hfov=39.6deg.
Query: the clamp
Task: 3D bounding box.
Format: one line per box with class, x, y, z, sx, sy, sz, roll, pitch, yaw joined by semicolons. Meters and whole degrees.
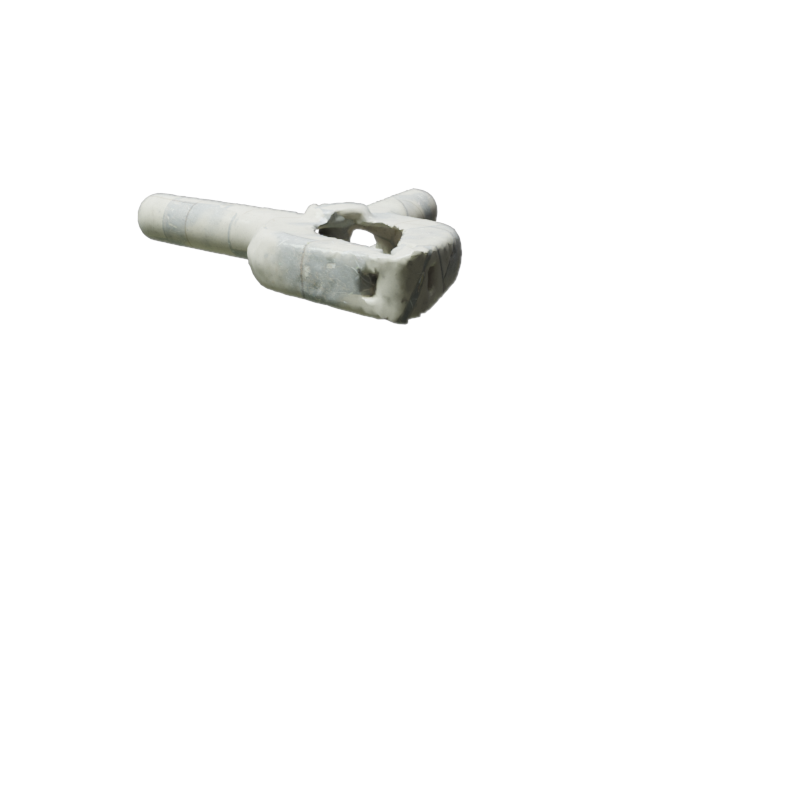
clamp;-0.041;-0.074;0.520;0.163;0.035;0.220;-3;18;-10
